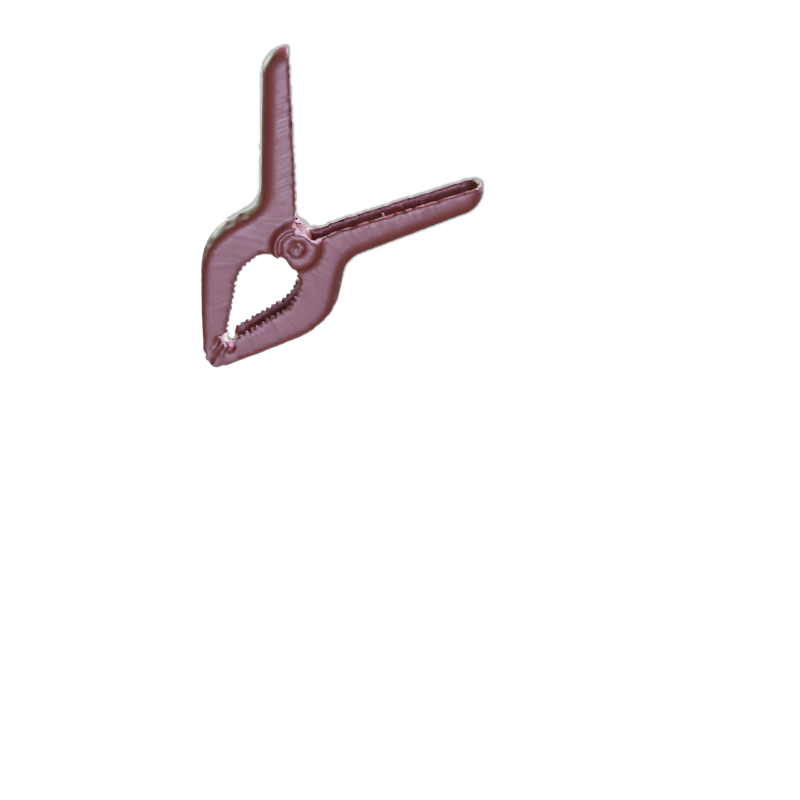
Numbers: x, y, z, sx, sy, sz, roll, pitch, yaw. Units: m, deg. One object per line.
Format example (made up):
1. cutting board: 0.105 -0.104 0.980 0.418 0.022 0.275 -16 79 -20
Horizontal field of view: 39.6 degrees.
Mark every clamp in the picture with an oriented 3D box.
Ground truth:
1. clamp: -0.057 -0.104 0.726 0.161 0.205 0.038 28 16 -9
